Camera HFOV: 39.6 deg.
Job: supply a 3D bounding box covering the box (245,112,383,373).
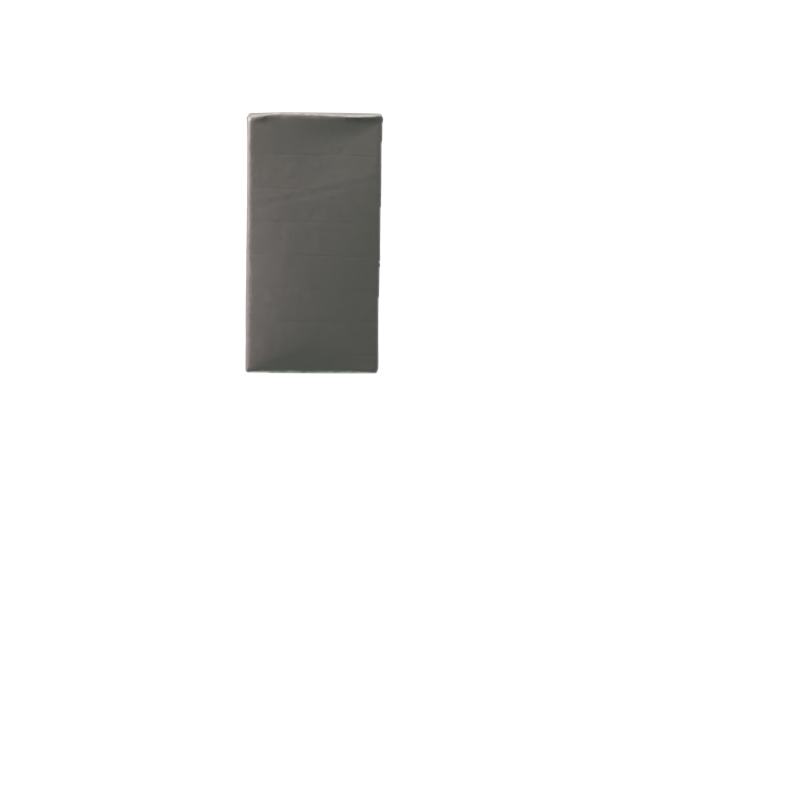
[{"bbox_3d":[-0.060,-0.108,0.760,0.093,0.173,0.049,0,9,-2],"label":"box"}]
